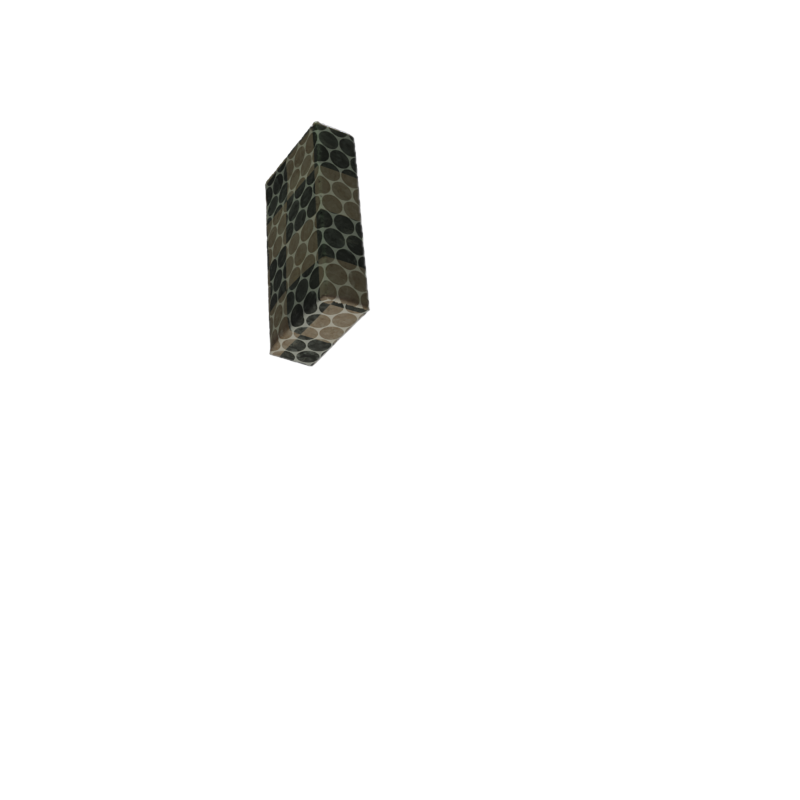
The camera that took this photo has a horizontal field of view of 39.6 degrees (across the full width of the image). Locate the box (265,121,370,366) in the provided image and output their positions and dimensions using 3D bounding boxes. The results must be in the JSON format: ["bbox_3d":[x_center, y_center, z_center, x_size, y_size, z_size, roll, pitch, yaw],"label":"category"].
[{"bbox_3d":[-0.069,-0.126,0.885,0.046,0.189,0.091,18,-40,-28],"label":"box"}]
